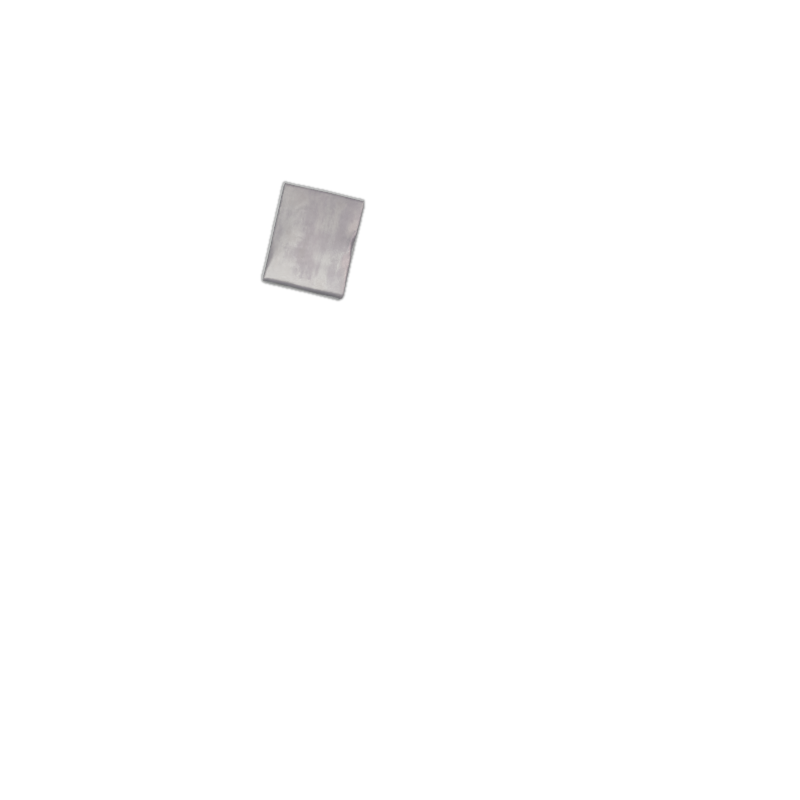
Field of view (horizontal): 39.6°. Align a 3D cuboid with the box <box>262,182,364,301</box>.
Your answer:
[{"bbox_3d":[-0.076,-0.138,0.965,0.073,0.091,0.030,13,-7,1],"label":"box"}]
